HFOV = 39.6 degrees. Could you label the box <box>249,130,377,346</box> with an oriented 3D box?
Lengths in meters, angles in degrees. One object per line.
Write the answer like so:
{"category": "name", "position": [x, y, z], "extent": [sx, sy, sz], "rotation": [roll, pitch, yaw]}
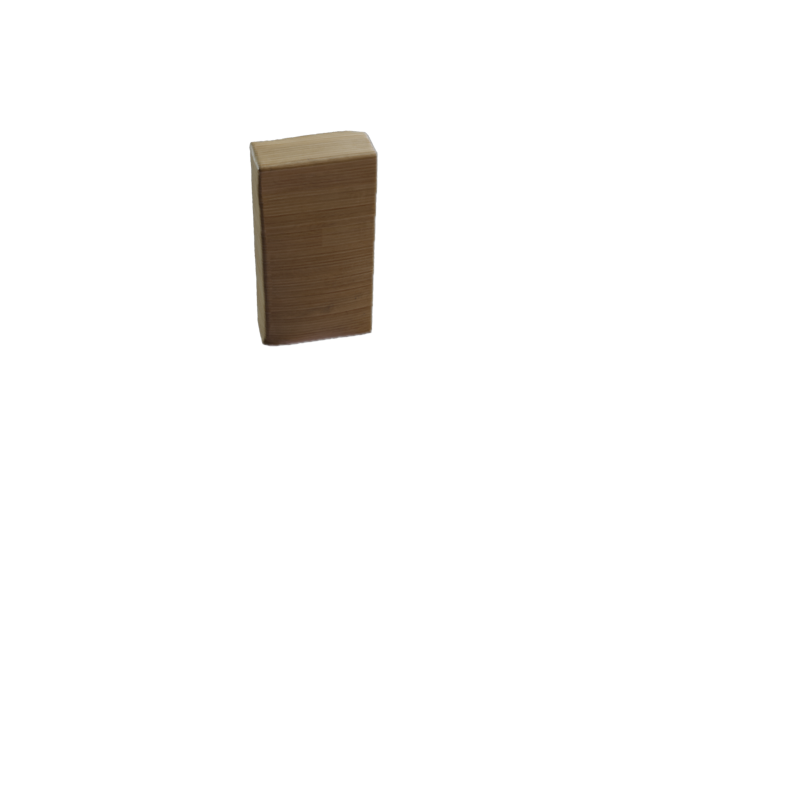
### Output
{"category": "box", "position": [-0.068, -0.125, 0.872], "extent": [0.092, 0.165, 0.052], "rotation": [-7, 38, -12]}
